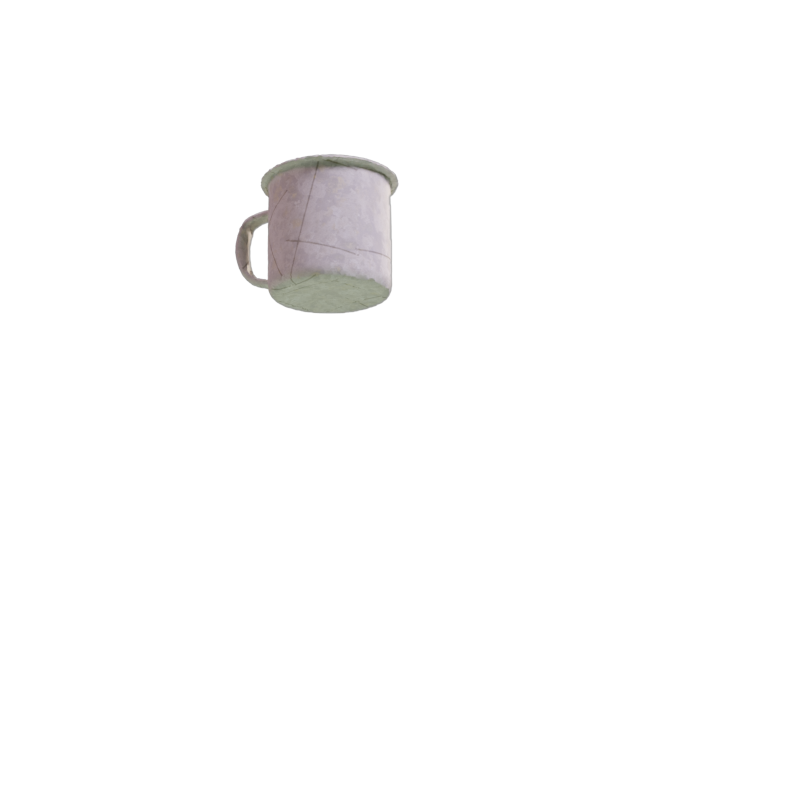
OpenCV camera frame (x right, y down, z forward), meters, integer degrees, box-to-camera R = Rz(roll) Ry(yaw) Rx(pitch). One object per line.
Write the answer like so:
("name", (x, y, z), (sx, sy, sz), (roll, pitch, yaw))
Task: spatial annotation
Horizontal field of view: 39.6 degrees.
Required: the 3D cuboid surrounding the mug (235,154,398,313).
("mug", (-0.058, -0.105, 0.739), (0.119, 0.085, 0.087), (-7, -18, 21))
